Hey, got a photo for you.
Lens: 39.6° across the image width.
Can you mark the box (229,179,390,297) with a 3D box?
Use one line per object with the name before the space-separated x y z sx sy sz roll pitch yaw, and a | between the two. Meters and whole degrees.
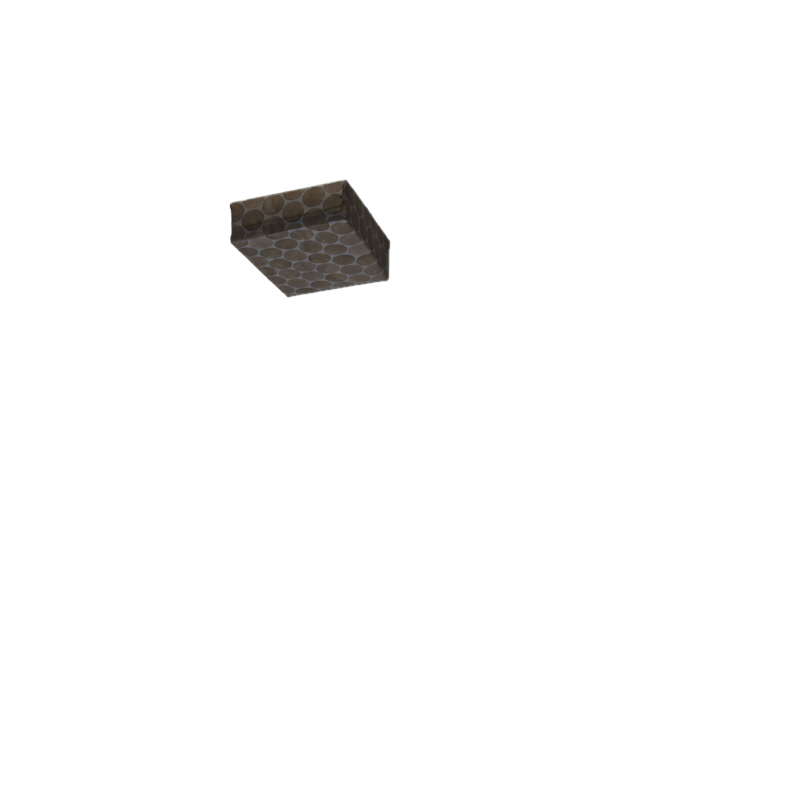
box | -0.065 -0.118 0.826 0.091 0.041 0.106 -7 -22 17
